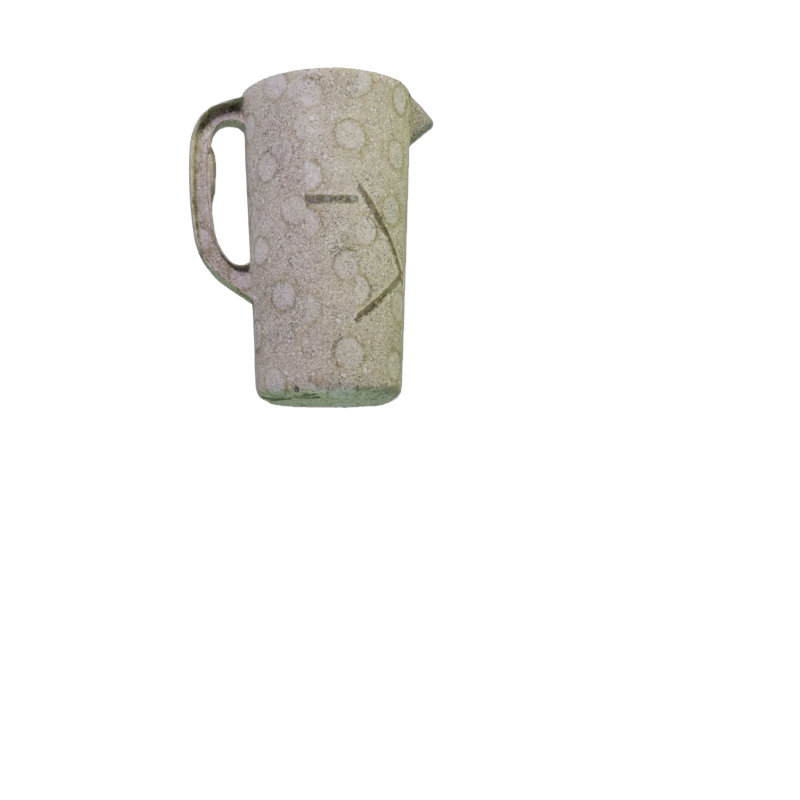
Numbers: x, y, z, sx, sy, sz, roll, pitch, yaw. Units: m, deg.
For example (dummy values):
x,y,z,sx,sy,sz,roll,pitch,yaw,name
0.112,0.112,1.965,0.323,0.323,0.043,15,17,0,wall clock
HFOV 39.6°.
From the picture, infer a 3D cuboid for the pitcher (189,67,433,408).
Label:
x,y,z,sx,sy,sz,roll,pitch,yaw,name
-0.066,-0.120,0.839,0.153,0.250,0.137,-8,-13,34,pitcher
